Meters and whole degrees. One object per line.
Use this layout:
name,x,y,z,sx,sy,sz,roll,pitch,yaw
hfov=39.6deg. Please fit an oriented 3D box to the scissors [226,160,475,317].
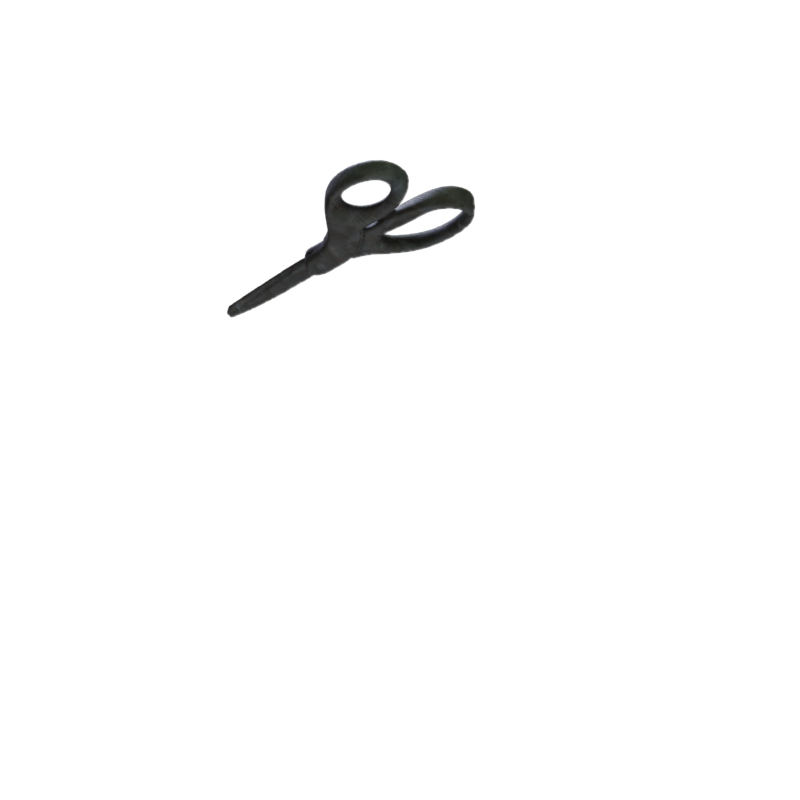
scissors,-0.053,-0.097,0.677,0.204,0.017,0.089,-15,-30,28
